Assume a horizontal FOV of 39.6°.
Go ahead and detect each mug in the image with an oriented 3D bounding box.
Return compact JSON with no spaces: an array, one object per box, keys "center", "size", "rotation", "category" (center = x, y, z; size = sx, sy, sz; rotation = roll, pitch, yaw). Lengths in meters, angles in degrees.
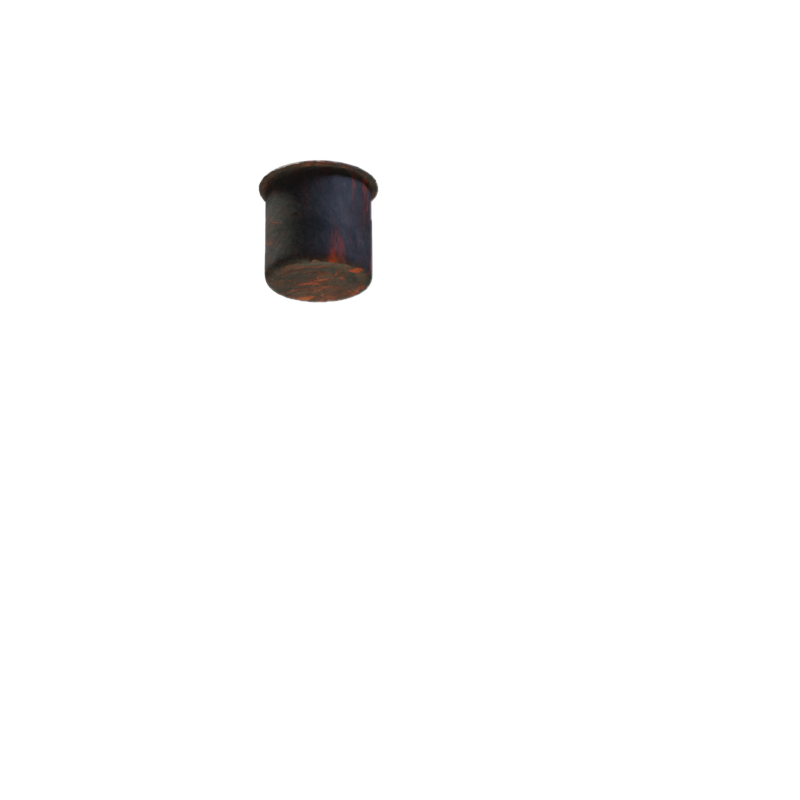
[{"center":[-0.067,-0.122,0.855],"size":[0.090,0.086,0.115],"rotation":[8,-21,-21],"category":"mug"}]
